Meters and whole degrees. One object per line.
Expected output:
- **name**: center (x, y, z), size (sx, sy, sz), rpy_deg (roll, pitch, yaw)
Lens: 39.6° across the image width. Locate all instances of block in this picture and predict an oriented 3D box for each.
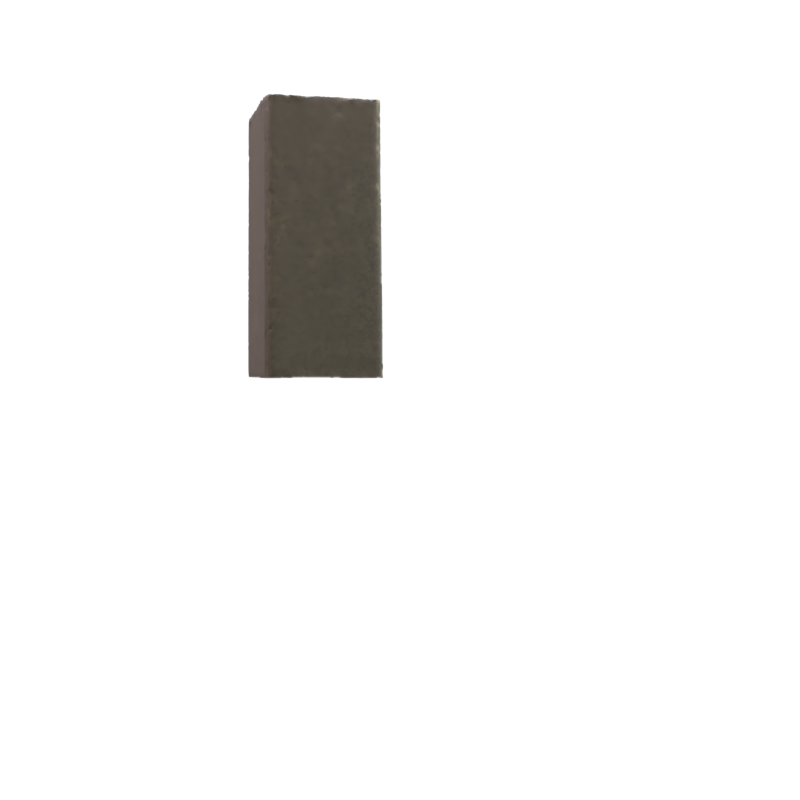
- **block**: center (-0.067, -0.121, 0.848), size (0.089, 0.209, 0.091), rpy_deg (1, -5, -14)
